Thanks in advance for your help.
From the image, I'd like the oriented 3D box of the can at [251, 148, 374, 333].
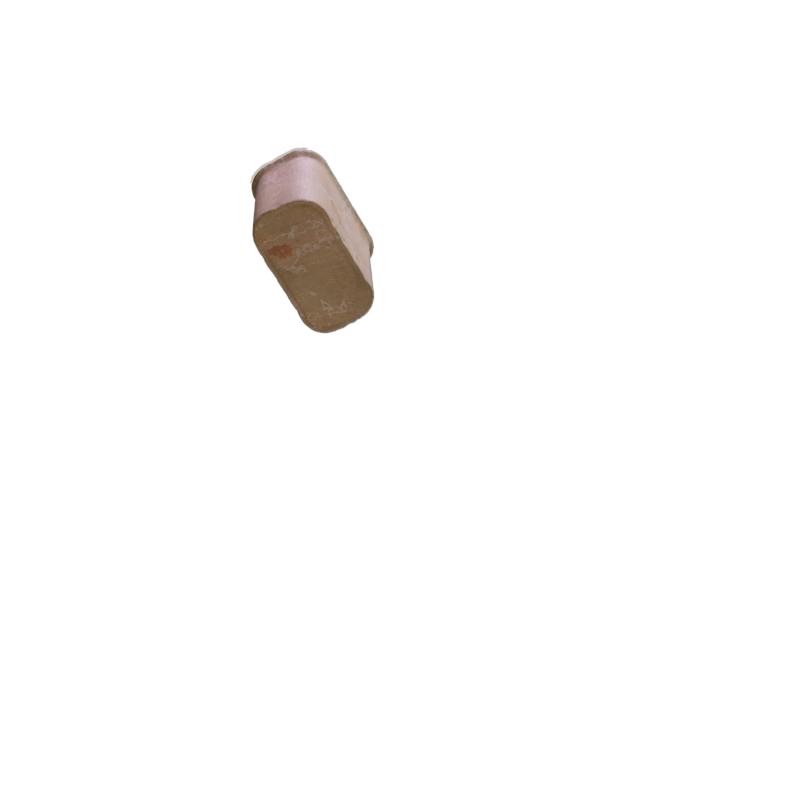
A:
[{"bbox_3d":[-0.058,-0.107,0.746,0.057,0.096,0.089,-27,26,12],"label":"can"}]
